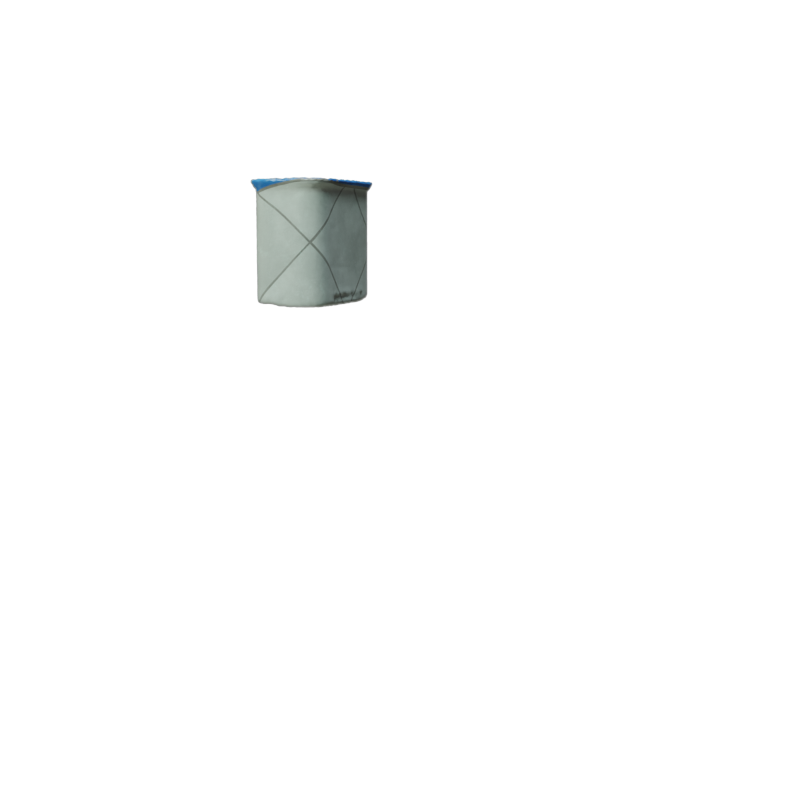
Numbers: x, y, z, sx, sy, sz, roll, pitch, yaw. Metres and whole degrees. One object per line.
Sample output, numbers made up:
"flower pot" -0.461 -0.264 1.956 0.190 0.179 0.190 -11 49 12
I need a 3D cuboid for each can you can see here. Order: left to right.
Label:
"can" -0.059 -0.108 0.757 0.059 0.083 0.100 1 6 22
